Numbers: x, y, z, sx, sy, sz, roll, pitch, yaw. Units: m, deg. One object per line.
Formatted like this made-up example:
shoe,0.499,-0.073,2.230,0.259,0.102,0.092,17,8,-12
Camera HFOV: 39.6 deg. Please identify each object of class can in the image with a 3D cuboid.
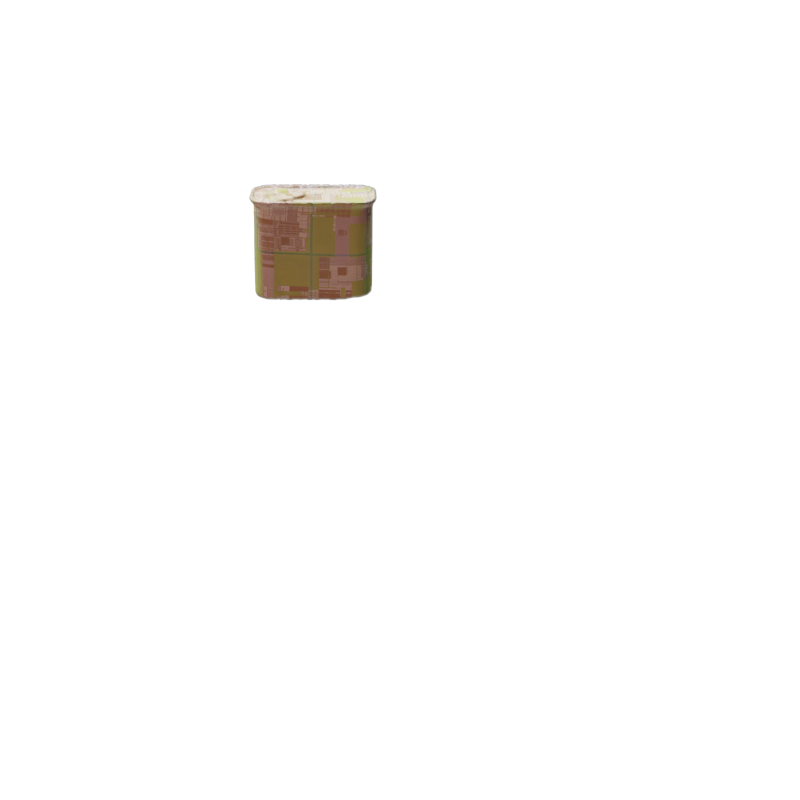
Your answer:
can,-0.071,-0.130,0.908,0.102,0.080,0.060,1,20,0
